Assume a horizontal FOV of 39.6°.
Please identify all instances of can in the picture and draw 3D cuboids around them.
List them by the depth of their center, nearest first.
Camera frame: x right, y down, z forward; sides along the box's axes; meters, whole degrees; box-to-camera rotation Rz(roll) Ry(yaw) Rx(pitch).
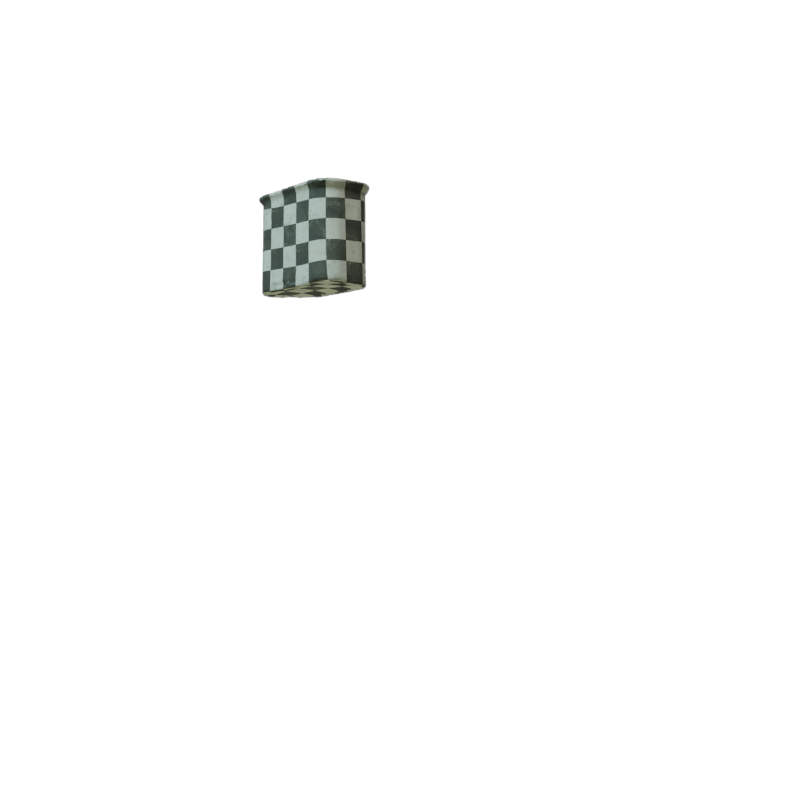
[{"bbox_3d":[-0.072,-0.130,0.914,0.055,0.086,0.104,7,-9,-39],"label":"can"}]
